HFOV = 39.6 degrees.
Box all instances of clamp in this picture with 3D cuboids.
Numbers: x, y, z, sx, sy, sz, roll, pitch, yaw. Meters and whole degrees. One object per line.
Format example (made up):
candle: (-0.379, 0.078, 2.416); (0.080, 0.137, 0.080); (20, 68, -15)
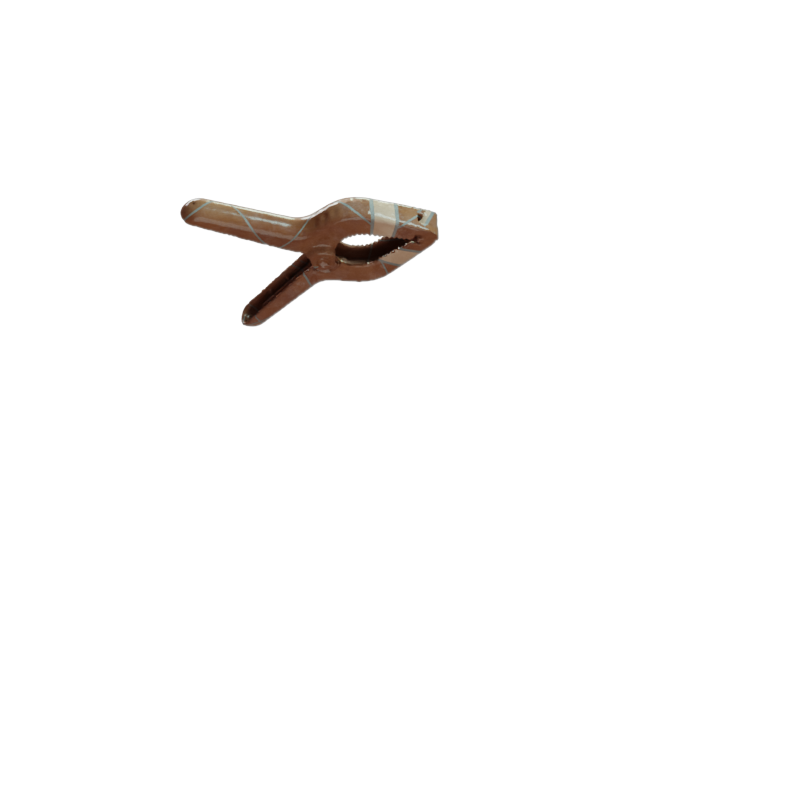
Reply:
clamp: (-0.074, -0.136, 0.949); (0.212, 0.039, 0.152); (-13, -37, 18)
